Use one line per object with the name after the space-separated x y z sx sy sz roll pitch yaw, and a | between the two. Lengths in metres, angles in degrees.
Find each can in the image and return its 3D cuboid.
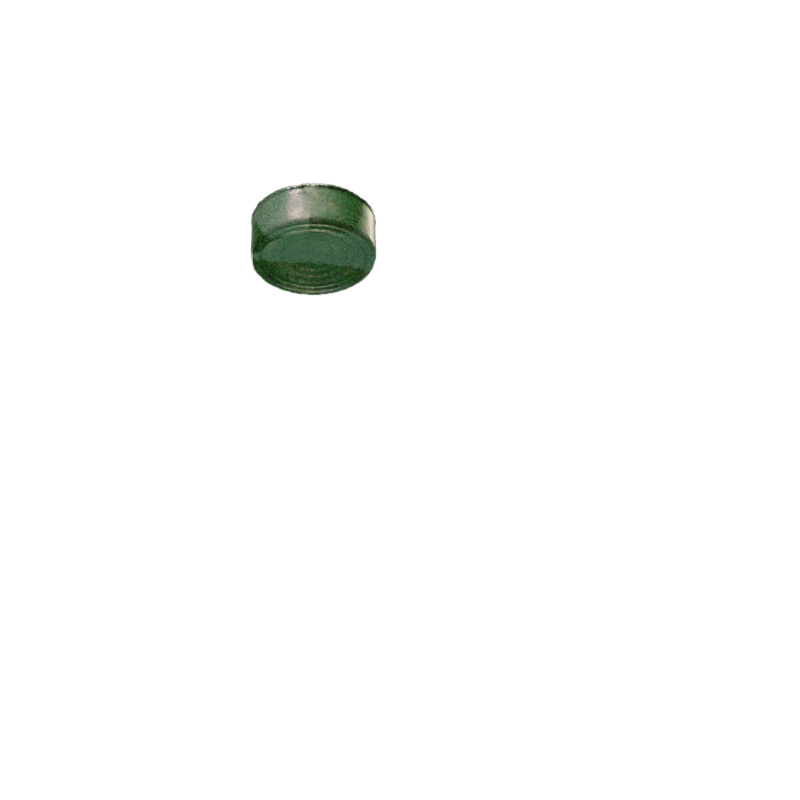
-0.059 -0.107 0.750 0.086 0.036 0.080 1 -31 -2 | can
